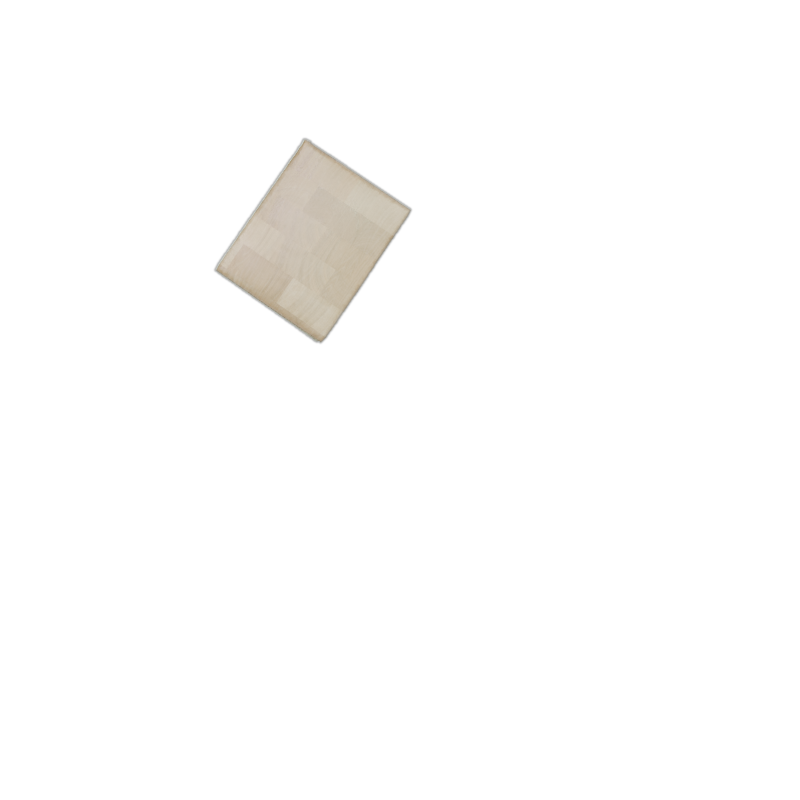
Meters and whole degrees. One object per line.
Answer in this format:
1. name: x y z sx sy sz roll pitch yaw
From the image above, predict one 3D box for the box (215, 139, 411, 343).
1. box: -0.060 -0.110 0.774 0.090 0.114 0.039 34 -3 1
